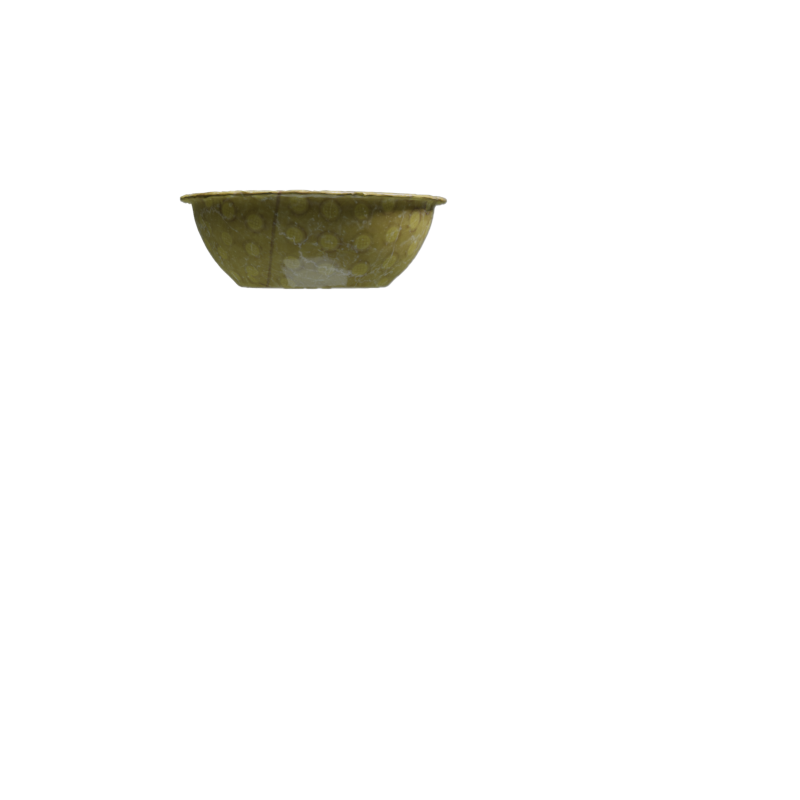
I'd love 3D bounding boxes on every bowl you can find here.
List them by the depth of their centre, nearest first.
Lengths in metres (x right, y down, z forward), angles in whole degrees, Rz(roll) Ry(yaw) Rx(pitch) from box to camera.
[{"bbox_3d":[-0.053,-0.096,0.671,0.162,0.055,0.164,0,6,-2],"label":"bowl"}]
